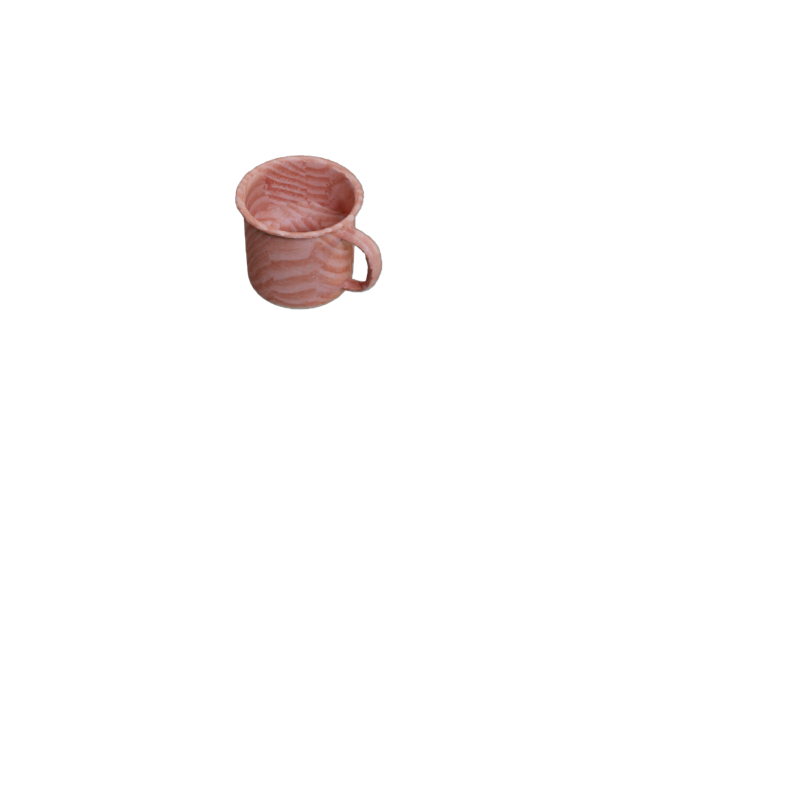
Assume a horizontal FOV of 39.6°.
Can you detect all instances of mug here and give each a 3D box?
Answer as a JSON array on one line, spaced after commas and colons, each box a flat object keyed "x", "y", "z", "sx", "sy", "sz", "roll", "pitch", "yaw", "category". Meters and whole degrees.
[{"x": -0.064, "y": -0.117, "z": 0.819, "sx": 0.123, "sy": 0.076, "sz": 0.095, "roll": 25, "pitch": 50, "yaw": 21, "category": "mug"}]
